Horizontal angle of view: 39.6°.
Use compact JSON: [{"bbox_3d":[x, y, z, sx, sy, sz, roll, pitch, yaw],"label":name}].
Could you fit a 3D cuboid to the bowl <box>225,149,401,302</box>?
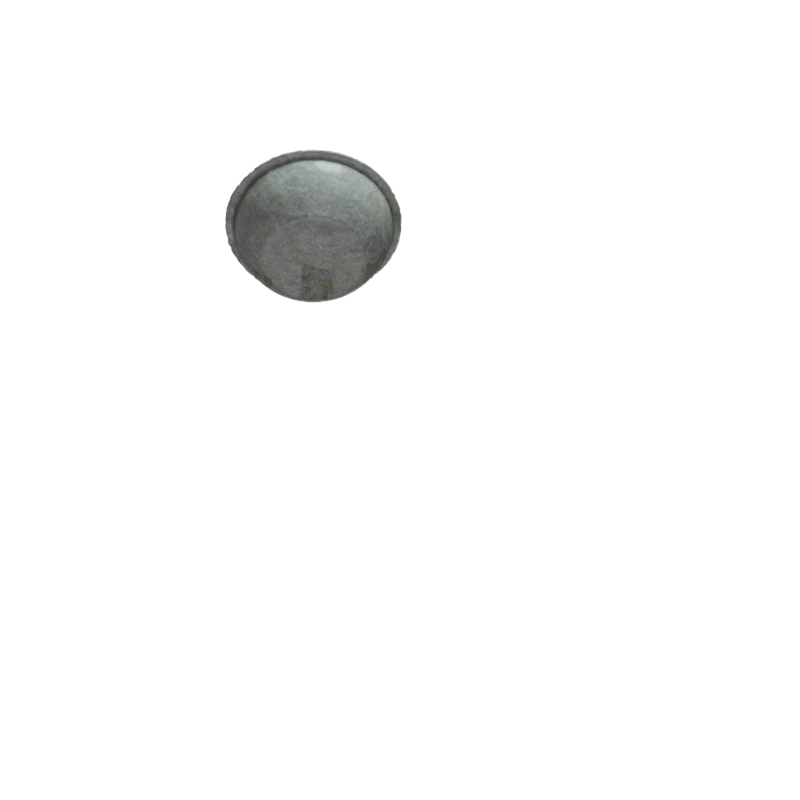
[{"bbox_3d":[-0.078,-0.142,0.996,0.162,0.151,0.059,1,38,-1],"label":"bowl"}]
